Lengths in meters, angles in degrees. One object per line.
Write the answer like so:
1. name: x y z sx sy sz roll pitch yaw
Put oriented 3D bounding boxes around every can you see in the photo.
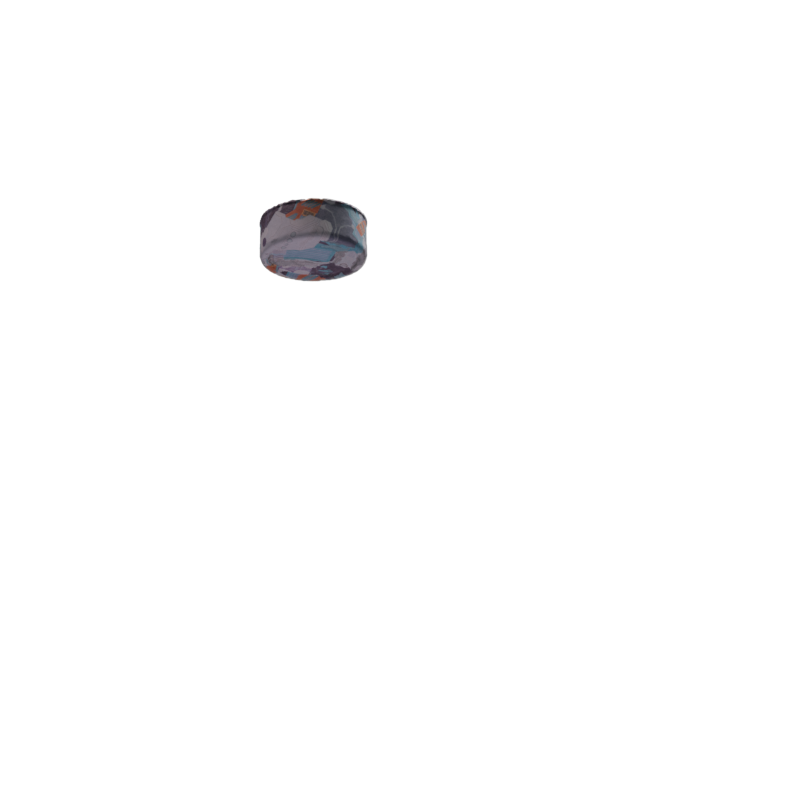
1. can: -0.068 -0.125 0.875 0.086 0.035 0.082 0 -20 -2
